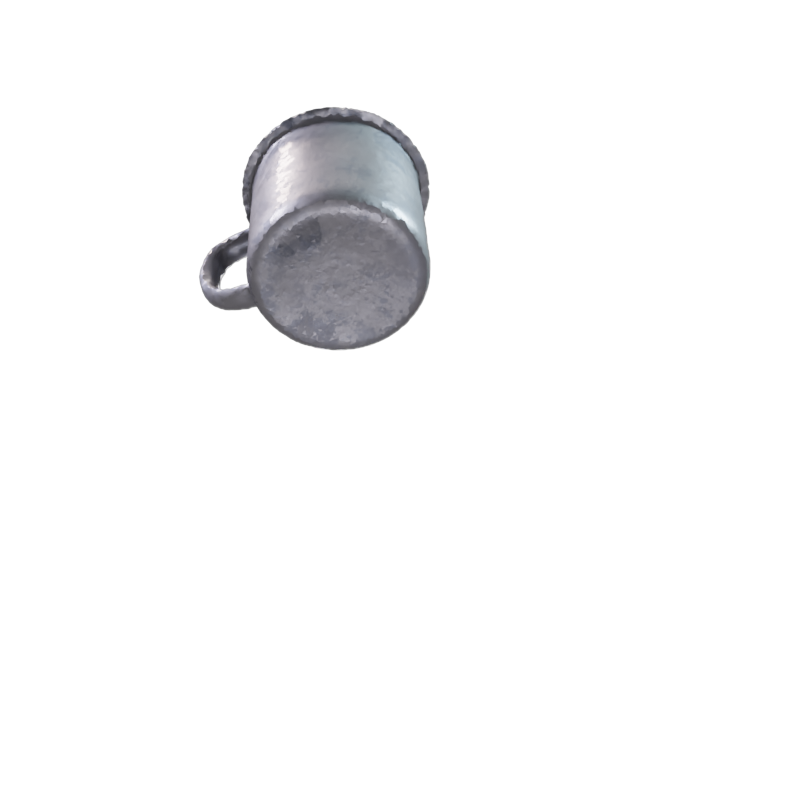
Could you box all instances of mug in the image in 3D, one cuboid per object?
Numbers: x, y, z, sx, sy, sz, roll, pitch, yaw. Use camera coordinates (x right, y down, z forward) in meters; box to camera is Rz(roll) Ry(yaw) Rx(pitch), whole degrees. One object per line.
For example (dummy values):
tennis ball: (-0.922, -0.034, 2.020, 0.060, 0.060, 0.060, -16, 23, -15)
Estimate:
mug: (-0.041, -0.074, 0.518, 0.118, 0.087, 0.087, -18, 34, 10)
